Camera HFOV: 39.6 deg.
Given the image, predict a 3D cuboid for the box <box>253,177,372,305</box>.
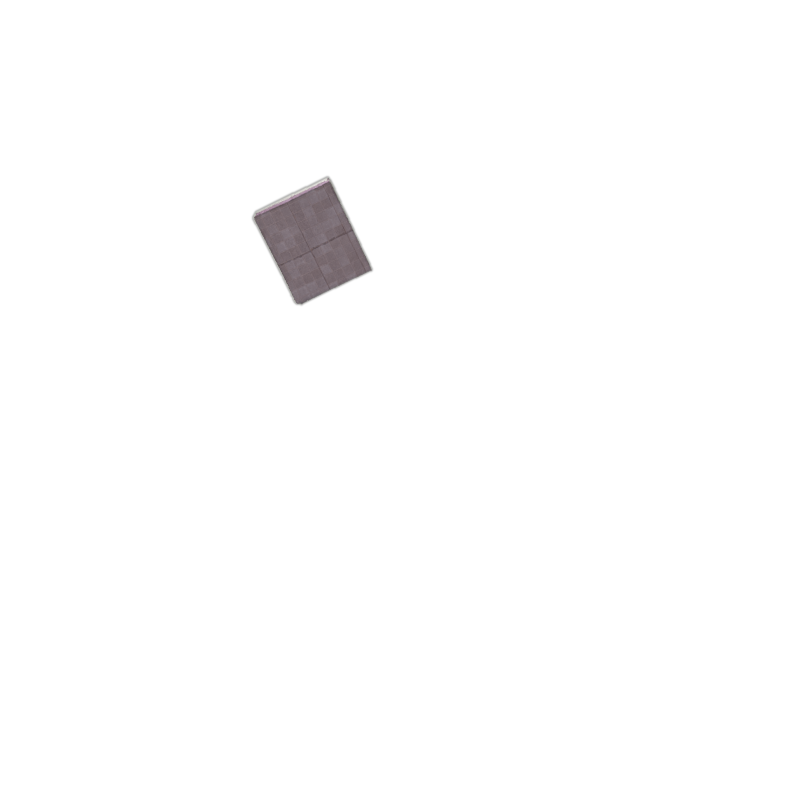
[{"bbox_3d":[-0.075,-0.137,0.959,0.073,0.087,0.031,-25,9,4],"label":"box"}]
